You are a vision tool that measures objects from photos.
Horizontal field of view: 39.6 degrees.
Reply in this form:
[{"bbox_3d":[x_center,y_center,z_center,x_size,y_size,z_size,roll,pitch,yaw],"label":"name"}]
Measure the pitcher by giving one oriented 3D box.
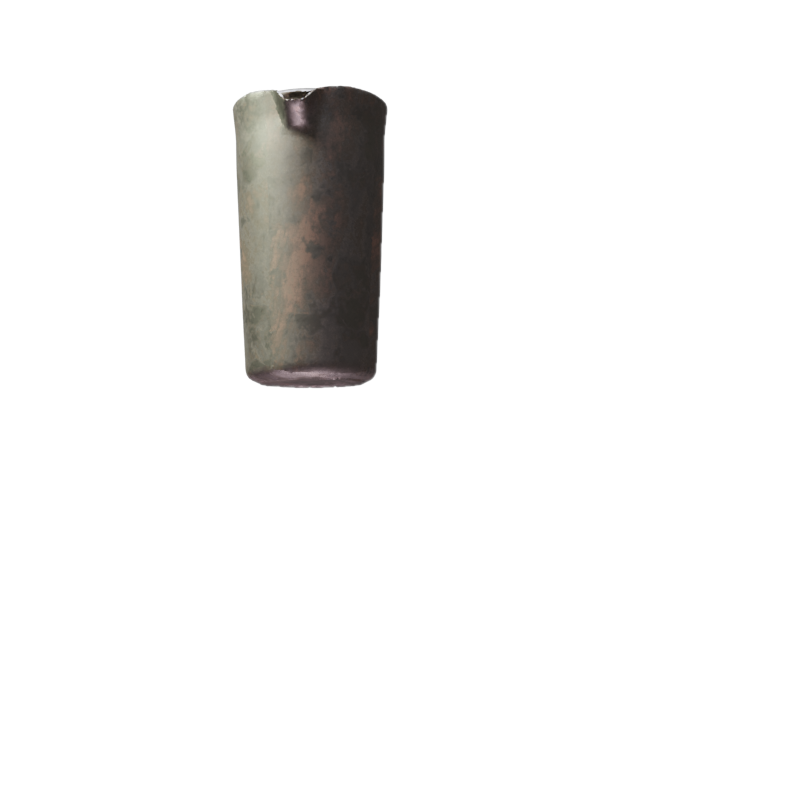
[{"bbox_3d":[-0.074,-0.135,0.944,0.142,0.250,0.148,7,-13,-39],"label":"pitcher"}]
